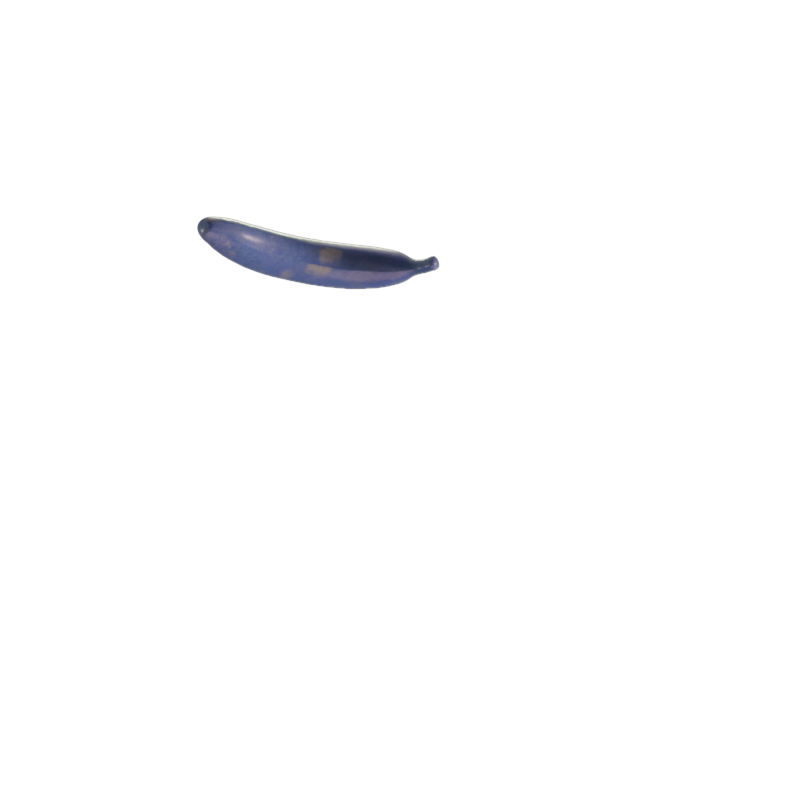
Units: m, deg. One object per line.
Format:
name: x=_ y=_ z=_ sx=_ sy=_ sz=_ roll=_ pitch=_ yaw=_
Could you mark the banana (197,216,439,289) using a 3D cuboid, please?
banana: x=-0.072 y=-0.120 z=0.907 sx=0.193 sy=0.039 sz=0.067 roll=6 pitch=-25 yaw=-14
